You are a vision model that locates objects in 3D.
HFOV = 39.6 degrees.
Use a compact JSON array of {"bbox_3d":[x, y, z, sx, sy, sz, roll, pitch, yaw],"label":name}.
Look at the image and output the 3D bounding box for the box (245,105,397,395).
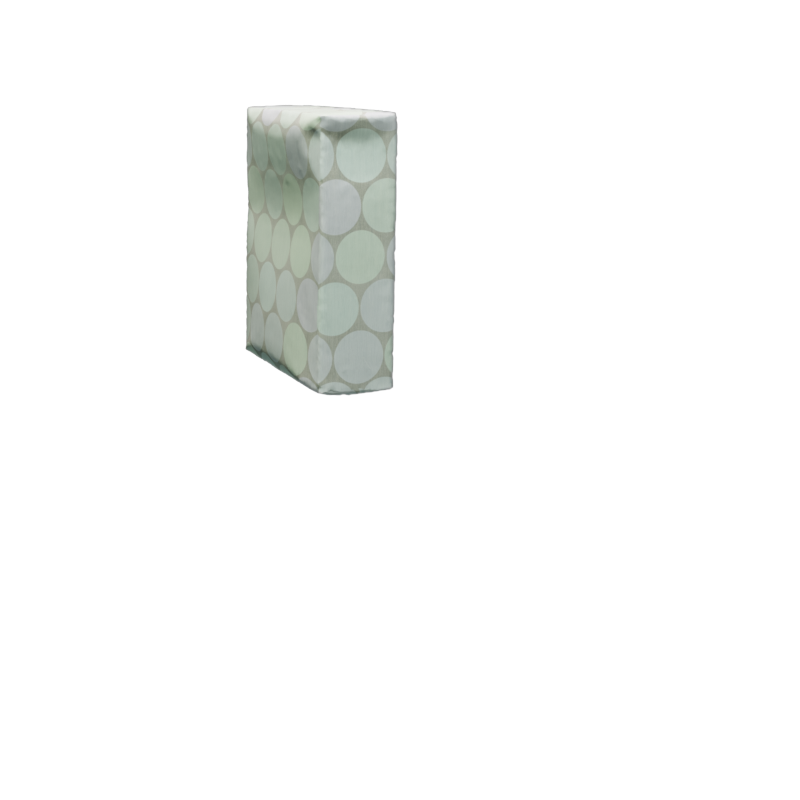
[{"bbox_3d":[-0.070,-0.127,0.892,0.070,0.209,0.173,-4,13,-26],"label":"box"}]
